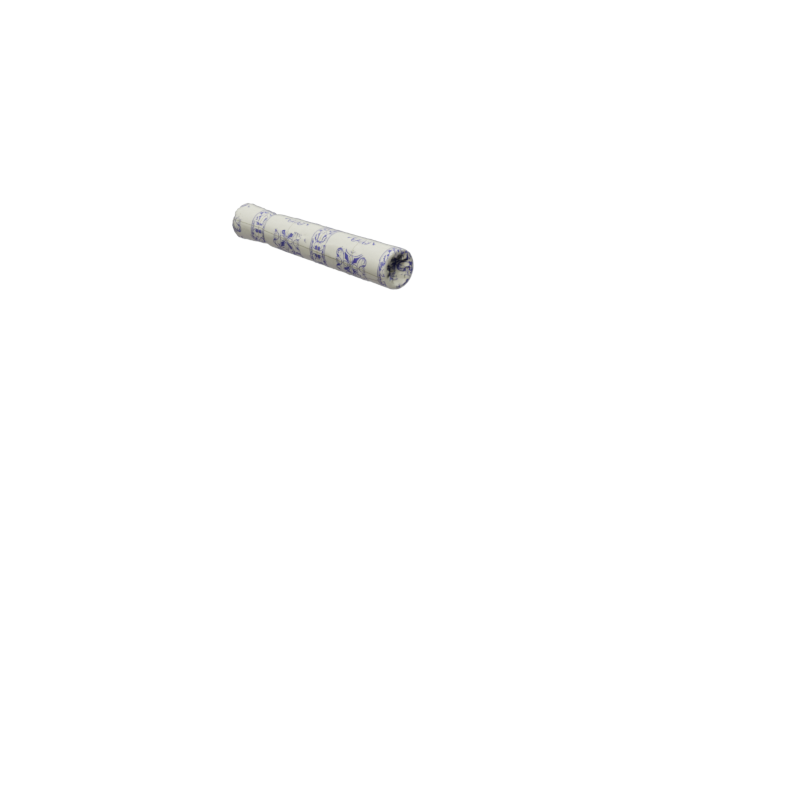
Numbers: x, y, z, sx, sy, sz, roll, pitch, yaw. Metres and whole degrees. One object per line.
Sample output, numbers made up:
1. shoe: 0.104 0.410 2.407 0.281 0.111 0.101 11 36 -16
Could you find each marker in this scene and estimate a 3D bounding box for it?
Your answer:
1. marker: -0.042 -0.076 0.531 0.019 0.019 0.129 -3 19 -41
